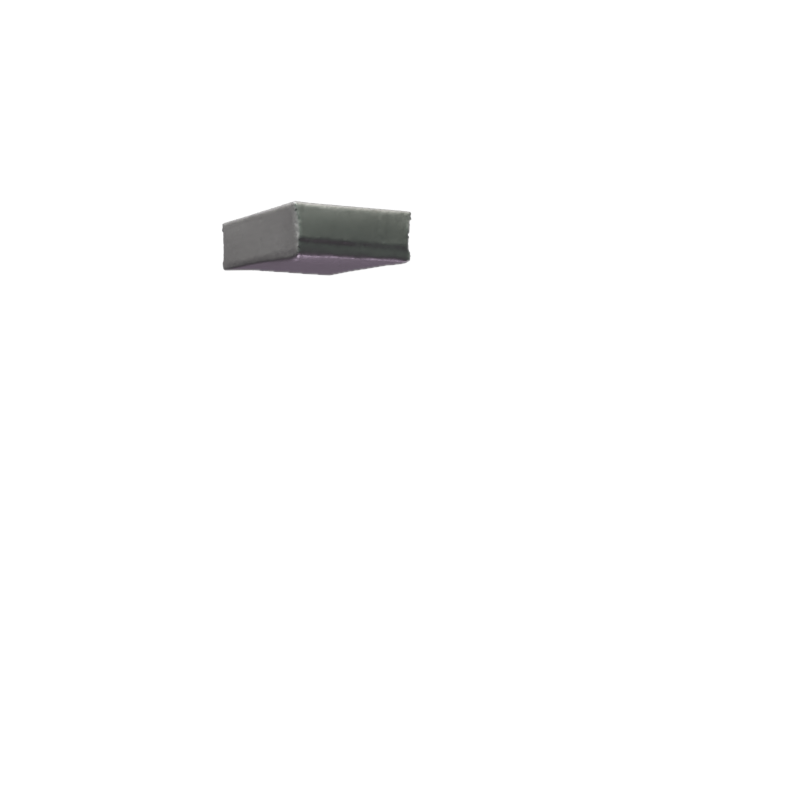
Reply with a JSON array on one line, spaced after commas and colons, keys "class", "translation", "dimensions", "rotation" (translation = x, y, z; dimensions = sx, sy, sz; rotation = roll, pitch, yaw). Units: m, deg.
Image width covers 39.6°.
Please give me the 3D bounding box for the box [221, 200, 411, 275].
[{"class": "box", "translation": [-0.060, -0.109, 0.761], "dimensions": [0.087, 0.039, 0.117], "rotation": [-1, 2, -32]}]
